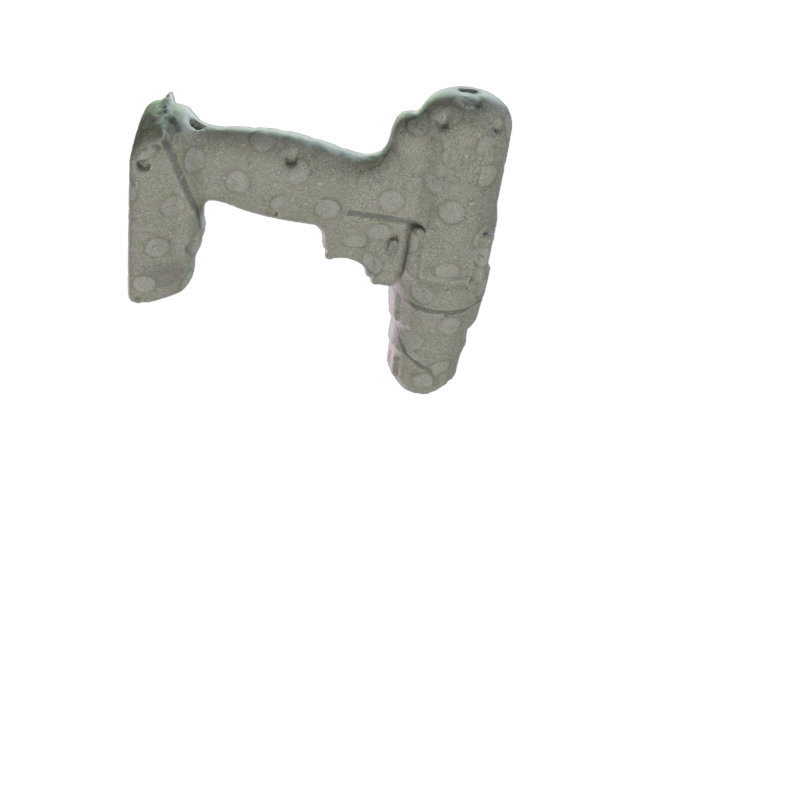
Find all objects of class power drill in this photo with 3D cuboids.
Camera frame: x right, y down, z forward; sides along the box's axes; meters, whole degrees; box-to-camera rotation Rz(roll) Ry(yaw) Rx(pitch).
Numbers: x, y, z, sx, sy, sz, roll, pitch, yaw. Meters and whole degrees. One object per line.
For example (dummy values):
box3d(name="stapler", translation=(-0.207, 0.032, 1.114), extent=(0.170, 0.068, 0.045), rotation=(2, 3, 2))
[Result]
box3d(name="power drill", translation=(-0.045, -0.082, 0.577), extent=(0.187, 0.173, 0.061), rotation=(5, 36, -4))
